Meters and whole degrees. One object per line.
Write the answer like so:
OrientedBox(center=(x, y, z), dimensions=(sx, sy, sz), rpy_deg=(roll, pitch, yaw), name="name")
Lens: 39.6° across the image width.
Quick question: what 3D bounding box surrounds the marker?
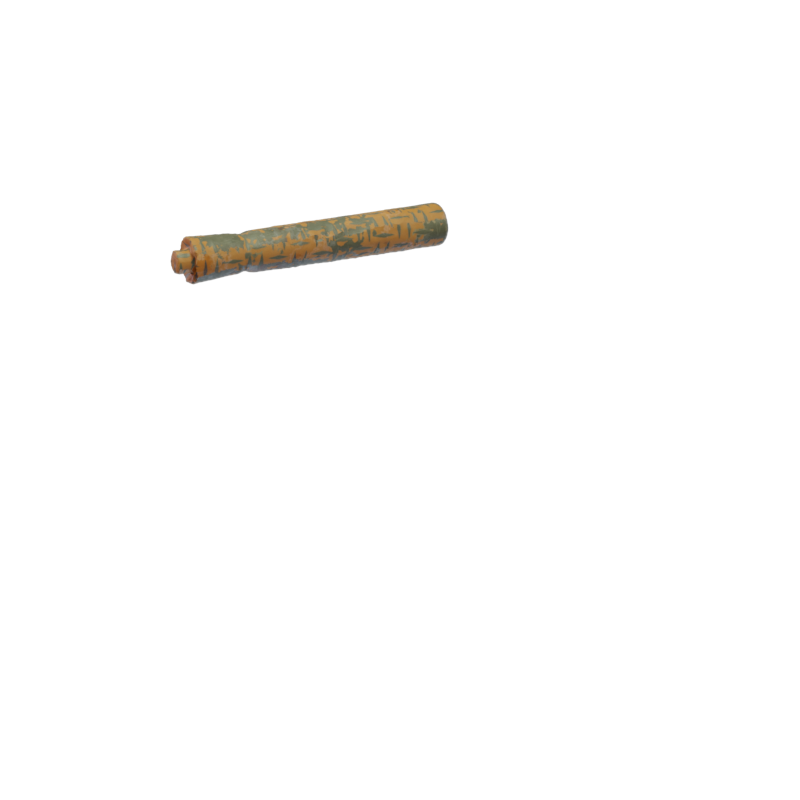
OrientedBox(center=(-0.035, -0.064, 0.452), dimensions=(0.118, 0.019, 0.020), rpy_deg=(-13, 10, -27), name="marker")
